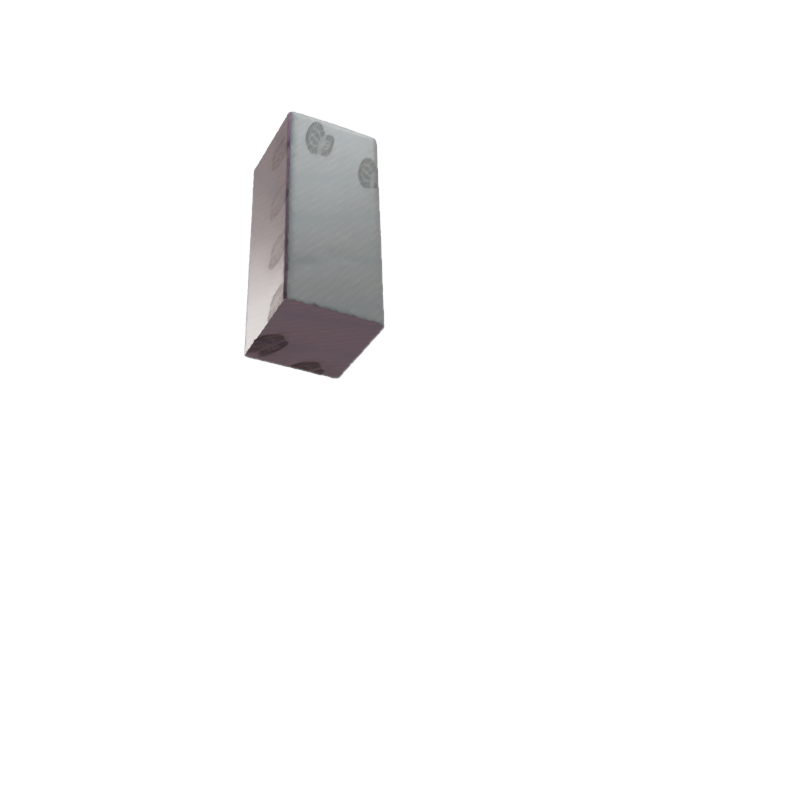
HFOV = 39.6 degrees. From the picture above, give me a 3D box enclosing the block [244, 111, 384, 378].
[{"bbox_3d":[-0.074,-0.137,0.959,0.087,0.221,0.088,15,-39,-23],"label":"block"}]
